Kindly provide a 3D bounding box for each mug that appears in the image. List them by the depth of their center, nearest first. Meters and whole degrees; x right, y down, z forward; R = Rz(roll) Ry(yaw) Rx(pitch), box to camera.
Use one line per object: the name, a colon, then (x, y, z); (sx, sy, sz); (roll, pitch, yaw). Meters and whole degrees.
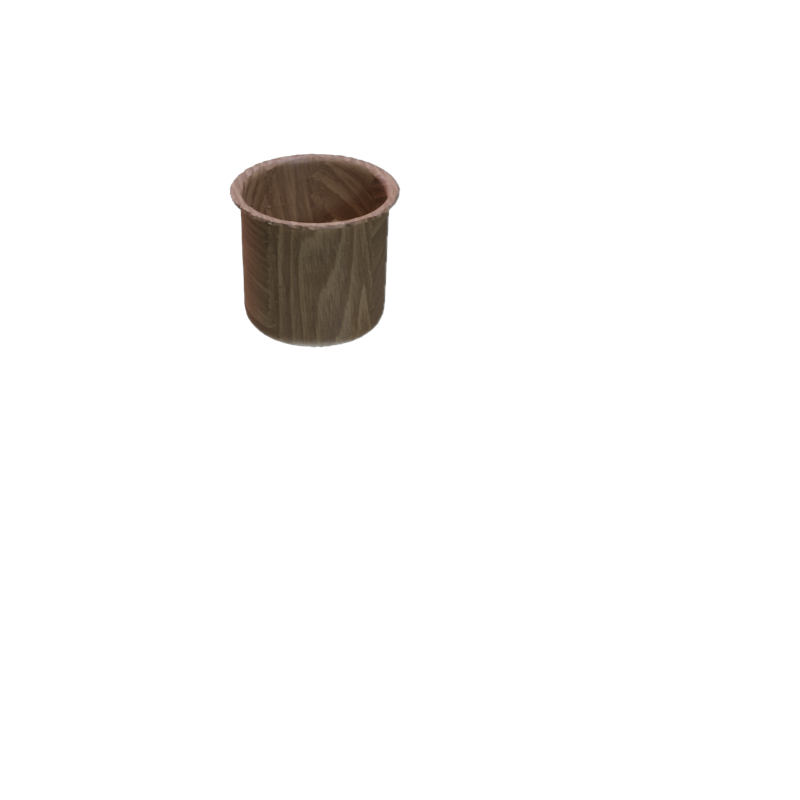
mug: (-0.050, -0.091, 0.637); (0.093, 0.077, 0.125); (-3, 33, -6)
